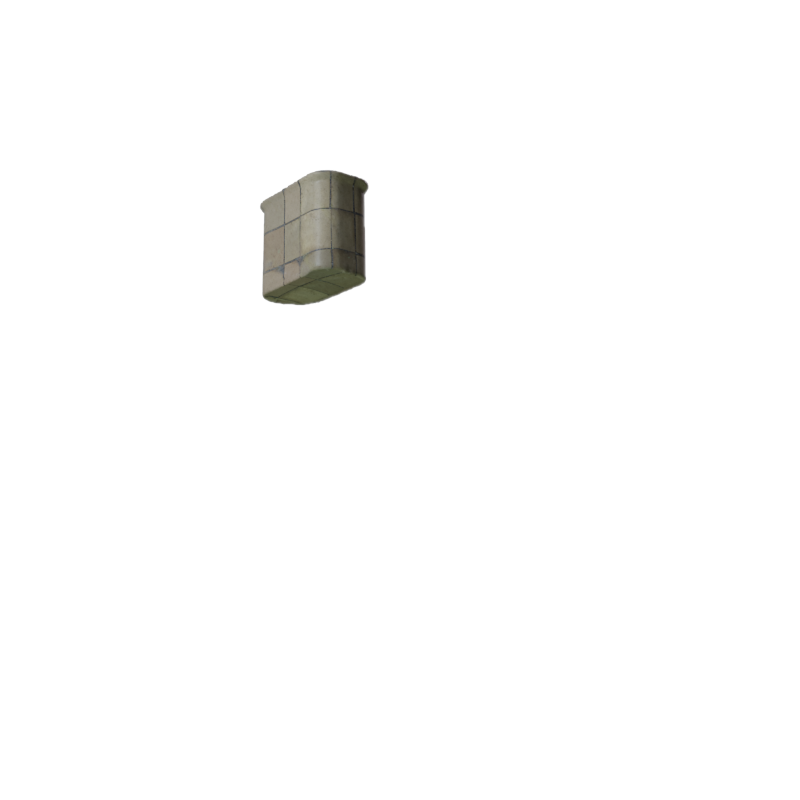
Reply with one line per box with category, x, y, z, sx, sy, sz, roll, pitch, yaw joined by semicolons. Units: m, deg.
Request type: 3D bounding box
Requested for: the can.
can;-0.071;-0.130;0.912;0.055;0.088;0.103;13;-21;-37
